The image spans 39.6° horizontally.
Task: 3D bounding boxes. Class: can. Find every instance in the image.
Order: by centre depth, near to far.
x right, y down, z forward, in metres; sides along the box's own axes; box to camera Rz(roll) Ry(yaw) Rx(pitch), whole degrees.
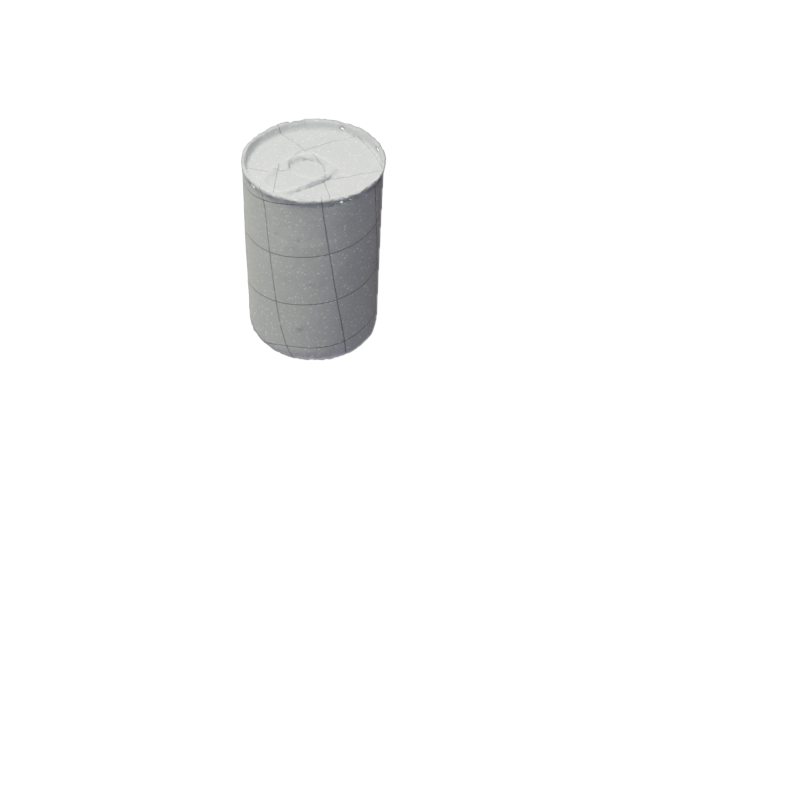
[{"bbox_3d":[-0.043,-0.078,0.550,0.068,0.095,0.074,0,43,-3],"label":"can"}]
